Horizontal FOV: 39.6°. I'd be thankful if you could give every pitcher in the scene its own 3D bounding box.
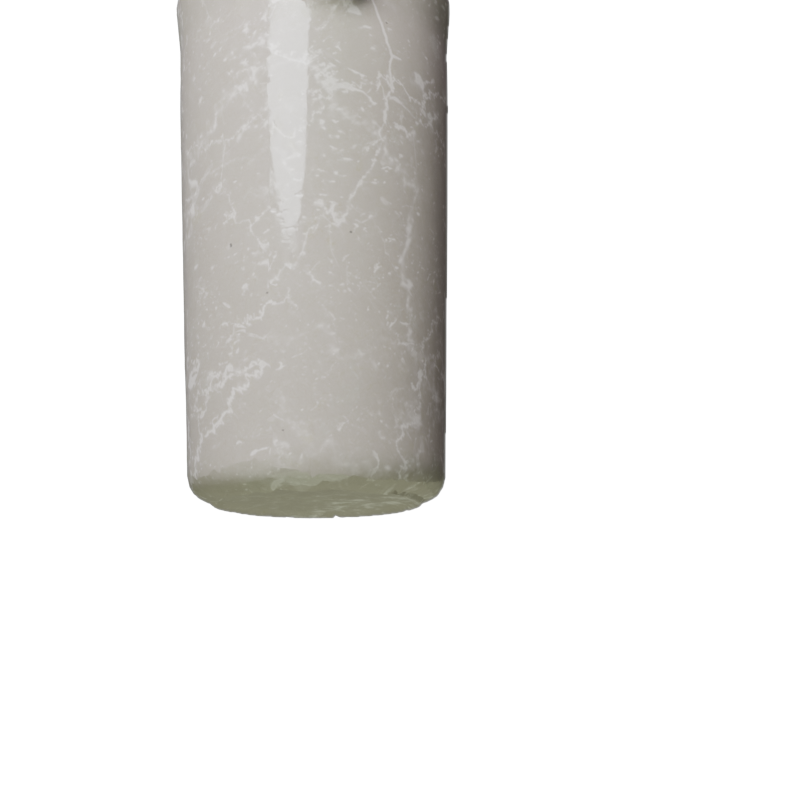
[{"bbox_3d":[-0.040,-0.073,0.513,0.148,0.254,0.140,-13,-22,32],"label":"pitcher"}]
